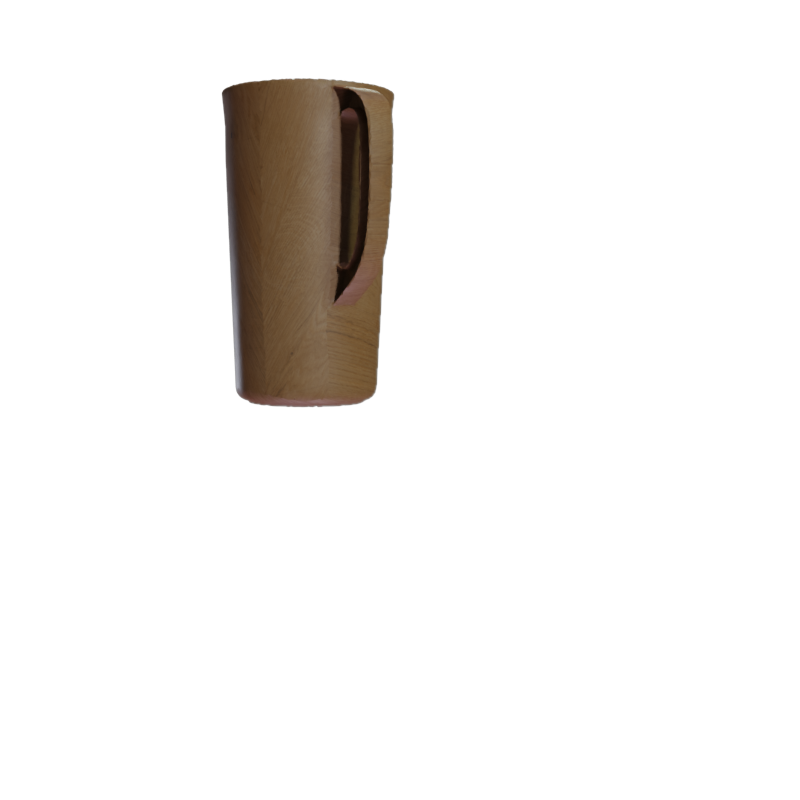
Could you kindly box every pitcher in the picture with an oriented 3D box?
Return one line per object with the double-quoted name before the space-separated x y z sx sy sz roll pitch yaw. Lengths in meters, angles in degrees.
"pitcher" -0.066 -0.120 0.840 0.147 0.244 0.146 0 -1 12
